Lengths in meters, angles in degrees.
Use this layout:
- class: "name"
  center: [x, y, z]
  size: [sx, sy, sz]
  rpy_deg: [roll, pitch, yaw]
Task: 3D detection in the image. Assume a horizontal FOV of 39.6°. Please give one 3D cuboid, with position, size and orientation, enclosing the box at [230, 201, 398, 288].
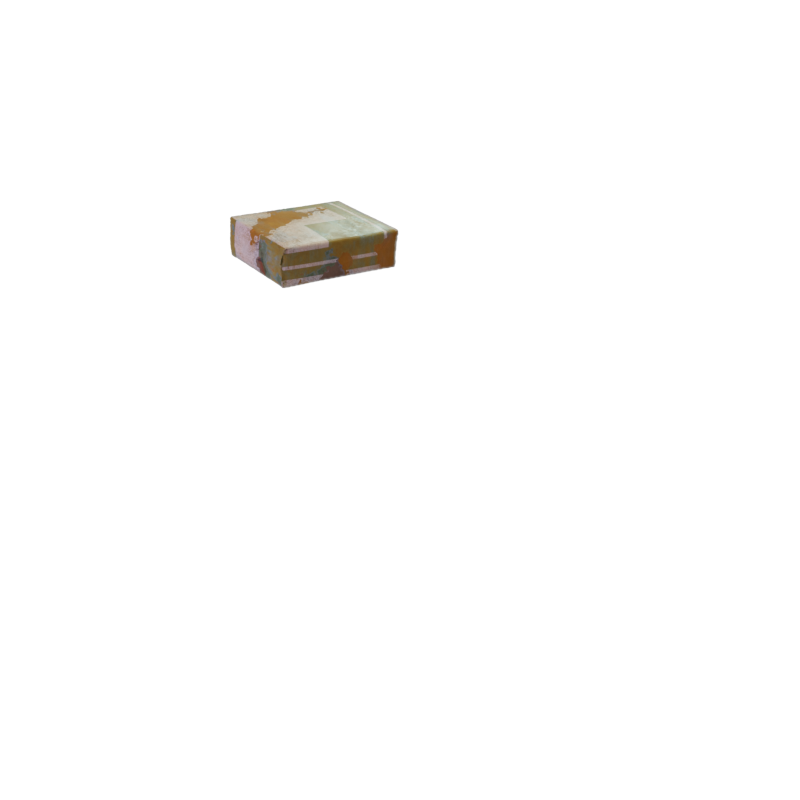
- class: "box"
  center: [-0.072, -0.132, 0.922]
  size: [0.111, 0.037, 0.096]
  rpy_deg: [-16, 30, -31]
